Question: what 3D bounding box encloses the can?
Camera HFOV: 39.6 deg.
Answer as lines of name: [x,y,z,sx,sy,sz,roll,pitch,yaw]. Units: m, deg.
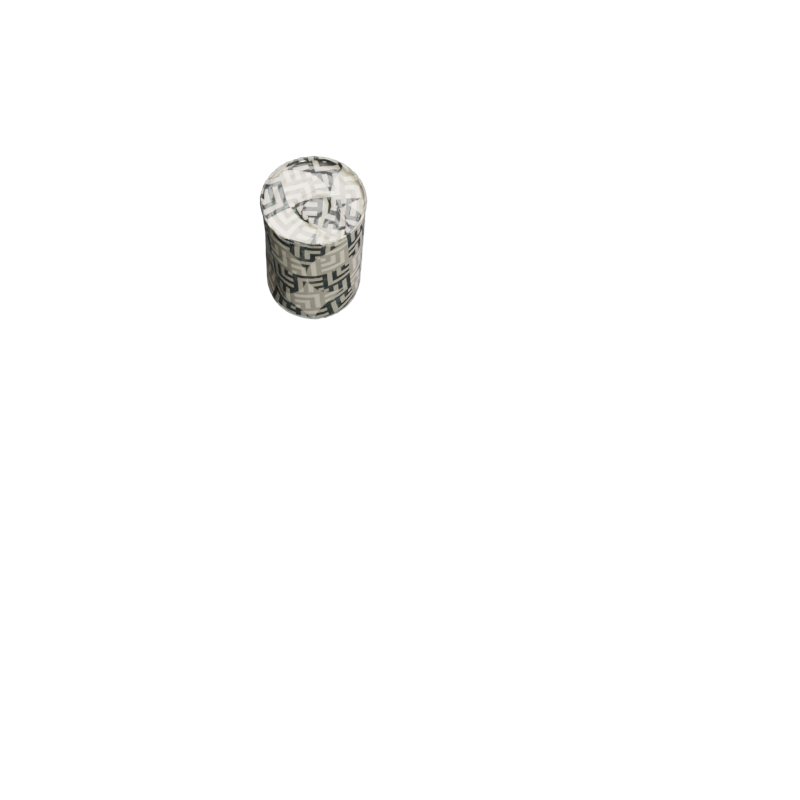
can: [-0.058,-0.106,0.743,0.068,0.073,0.096,0,-27,-3]
